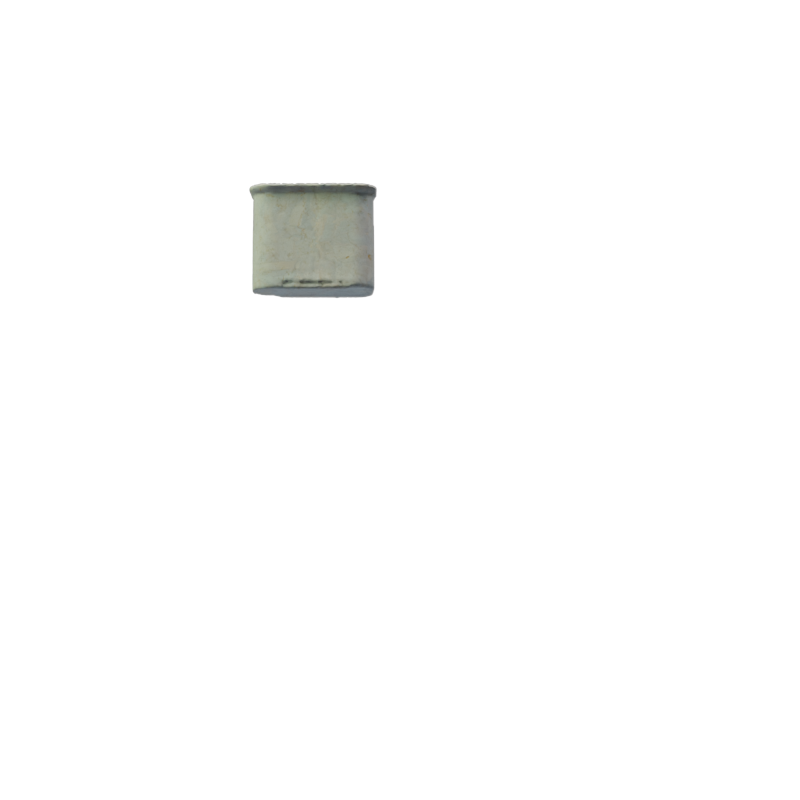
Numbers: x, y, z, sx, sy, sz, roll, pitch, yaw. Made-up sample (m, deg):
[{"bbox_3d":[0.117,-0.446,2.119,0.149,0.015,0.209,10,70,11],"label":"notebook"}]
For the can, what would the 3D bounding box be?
[{"bbox_3d":[-0.069,-0.126,0.885,0.102,0.086,0.056,0,-8,0],"label":"can"}]
